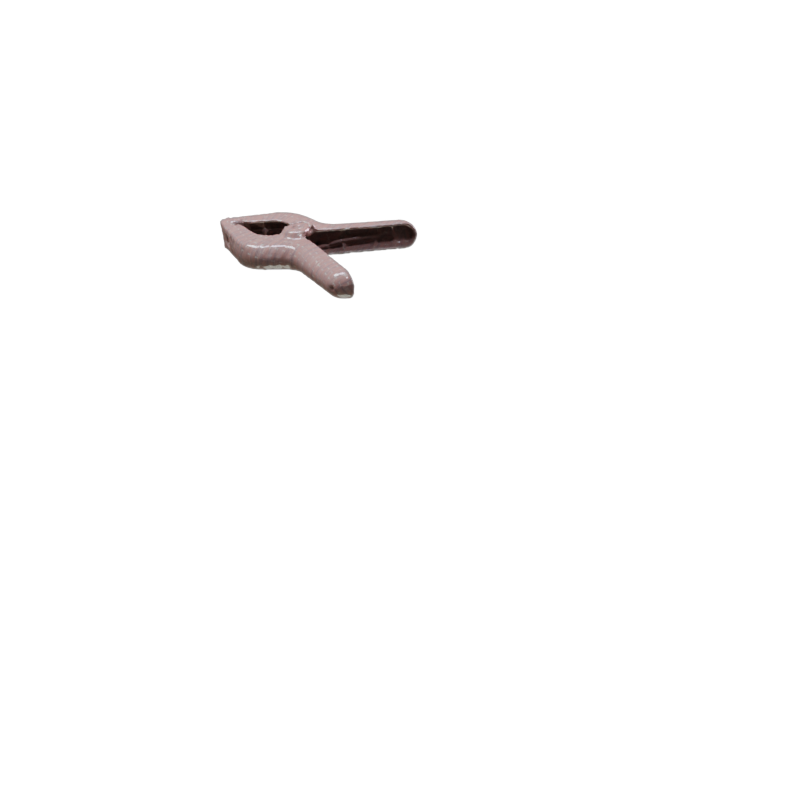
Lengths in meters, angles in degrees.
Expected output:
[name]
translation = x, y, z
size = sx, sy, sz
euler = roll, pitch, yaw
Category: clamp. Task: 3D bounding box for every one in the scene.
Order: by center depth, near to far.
[clamp]
translation = -0.075, -0.136, 0.952
size = 0.181, 0.037, 0.120
euler = 21, 34, 34
